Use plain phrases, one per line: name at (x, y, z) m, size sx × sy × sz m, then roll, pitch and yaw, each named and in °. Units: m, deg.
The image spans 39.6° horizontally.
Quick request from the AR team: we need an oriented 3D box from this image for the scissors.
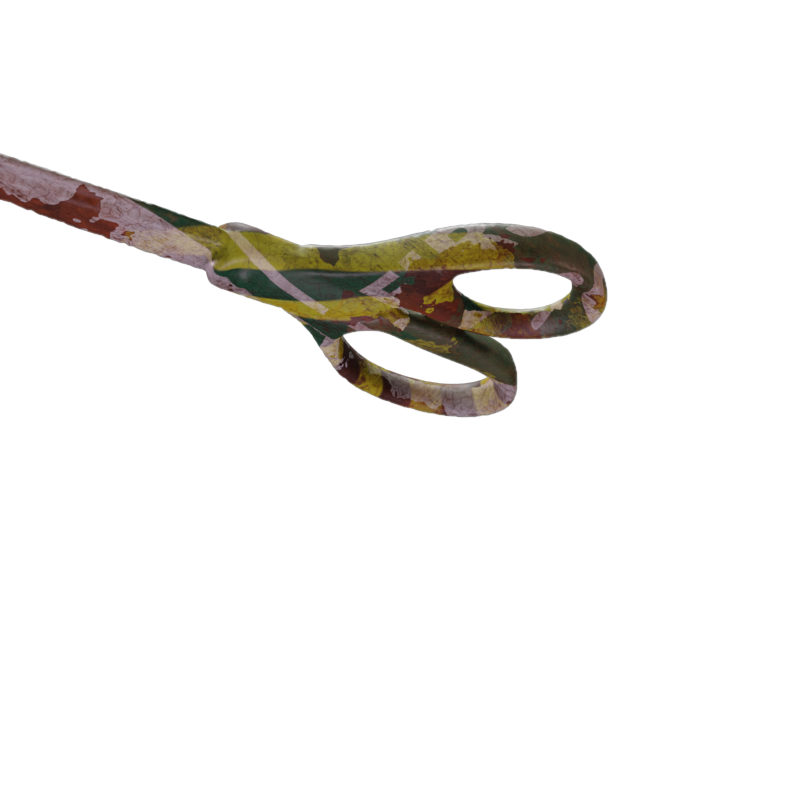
scissors at (-0.023, -0.042, 0.297) m, size 0.096 × 0.017 × 0.189 m, roll -27°, pitch -41°, yaw 35°
